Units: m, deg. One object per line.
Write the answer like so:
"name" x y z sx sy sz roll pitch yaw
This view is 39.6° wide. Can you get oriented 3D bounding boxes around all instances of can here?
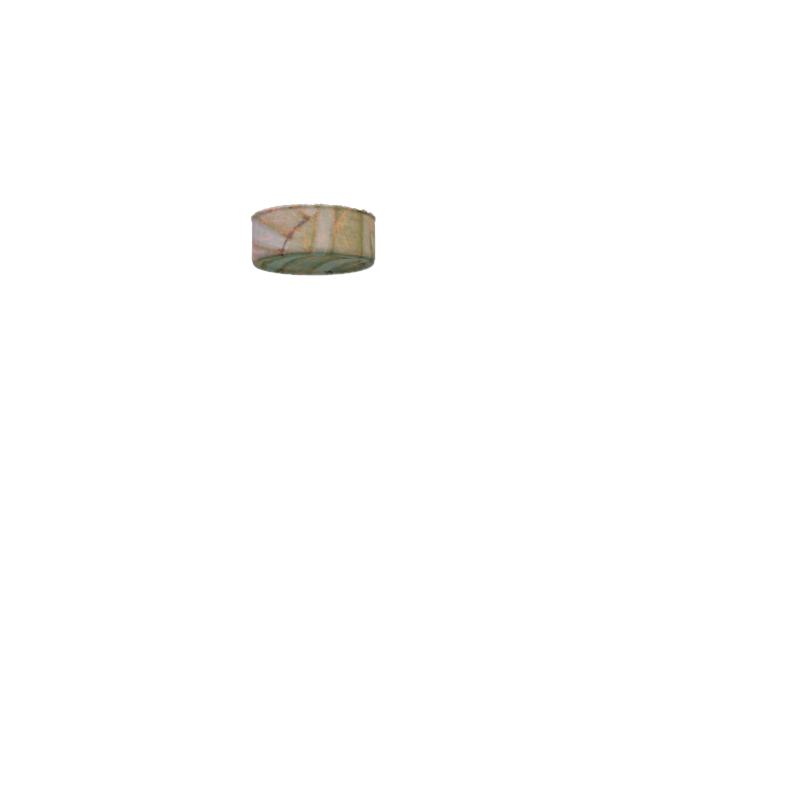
"can" -0.059 -0.108 0.758 0.086 0.034 0.084 0 -5 -2
